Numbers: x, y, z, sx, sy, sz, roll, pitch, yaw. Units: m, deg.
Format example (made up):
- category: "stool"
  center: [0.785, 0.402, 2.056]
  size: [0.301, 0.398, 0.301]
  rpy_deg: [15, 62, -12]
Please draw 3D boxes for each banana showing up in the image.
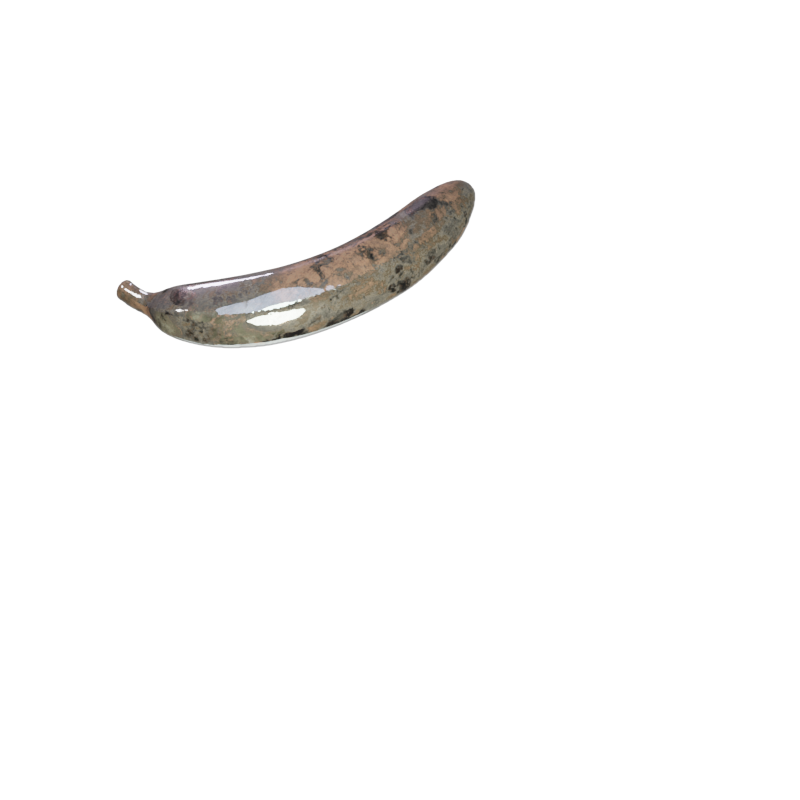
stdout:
- category: "banana"
  center: [-0.041, -0.066, 0.561]
  size: [0.196, 0.075, 0.034]
  rpy_deg: [-17, -35, -13]
